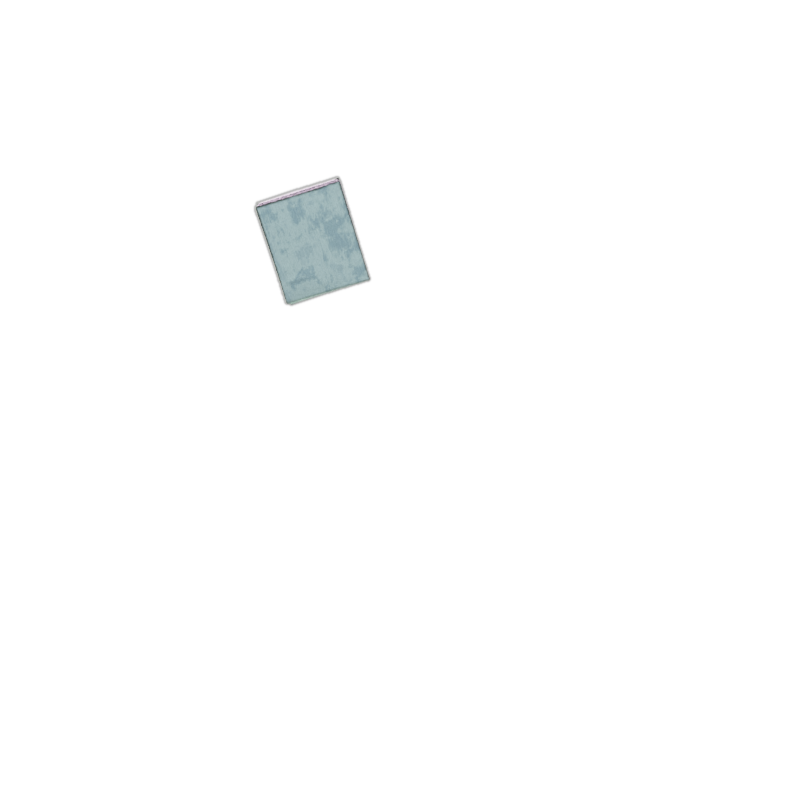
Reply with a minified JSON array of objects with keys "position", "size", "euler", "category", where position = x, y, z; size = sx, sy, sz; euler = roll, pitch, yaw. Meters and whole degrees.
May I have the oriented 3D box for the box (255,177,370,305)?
[{"position":[-0.072,-0.131,0.916],"size":[0.073,0.087,0.031],"euler":[-17,10,2],"category":"box"}]
